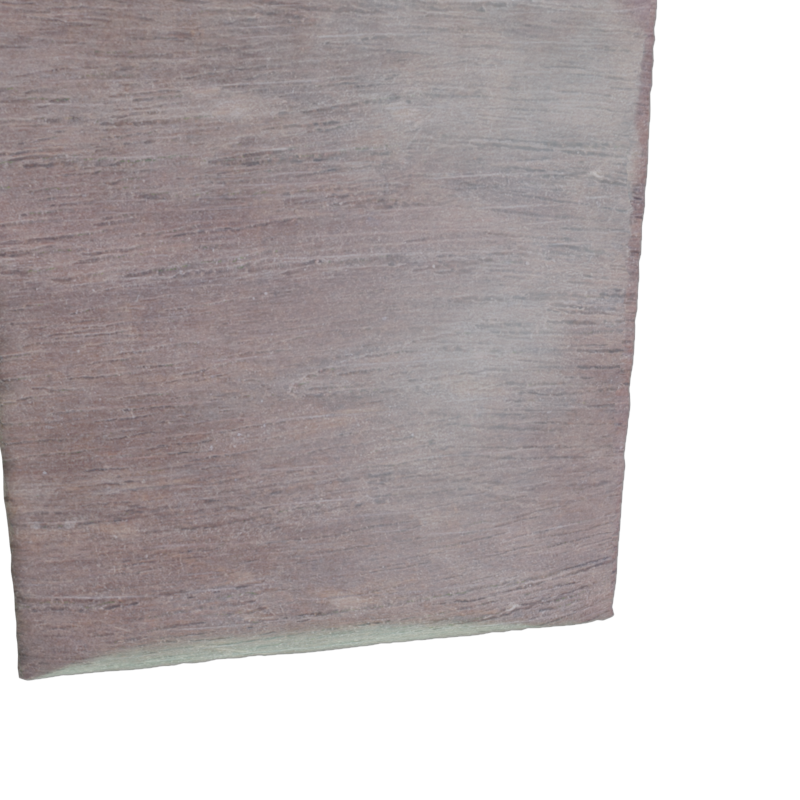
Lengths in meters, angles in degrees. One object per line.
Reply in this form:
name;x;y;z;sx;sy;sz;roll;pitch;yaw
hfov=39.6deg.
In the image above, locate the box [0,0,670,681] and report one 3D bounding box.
box;-0.023;-0.042;0.295;0.162;0.206;0.075;-2;16;-9
